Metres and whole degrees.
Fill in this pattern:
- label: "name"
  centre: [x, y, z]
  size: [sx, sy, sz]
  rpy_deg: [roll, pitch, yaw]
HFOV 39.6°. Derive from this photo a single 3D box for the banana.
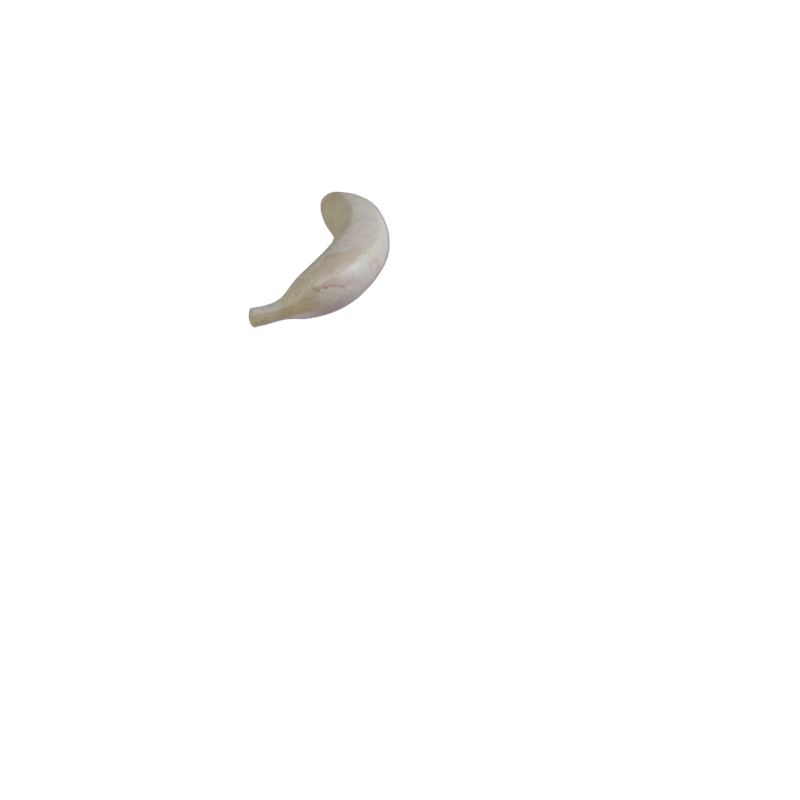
- label: "banana"
  centre: [-0.041, -0.102, 0.734]
  size: [0.071, 0.035, 0.205]
  rpy_deg: [5, 29, 9]
